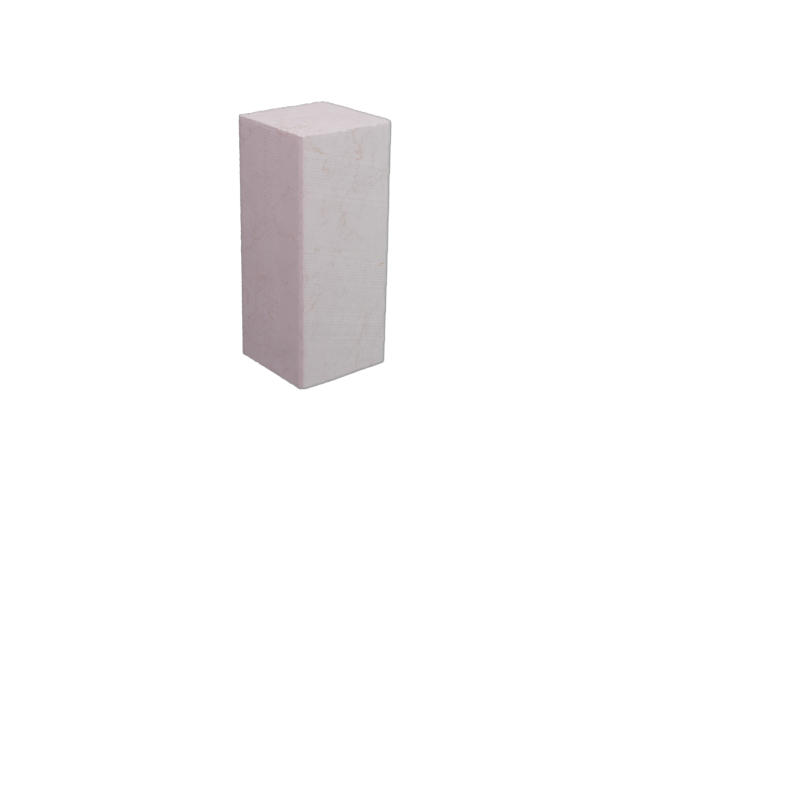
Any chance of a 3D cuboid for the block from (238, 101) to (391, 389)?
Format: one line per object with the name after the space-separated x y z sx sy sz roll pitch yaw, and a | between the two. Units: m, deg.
-0.070 -0.128 0.897 0.088 0.197 0.097 -15 26 -36 | block
